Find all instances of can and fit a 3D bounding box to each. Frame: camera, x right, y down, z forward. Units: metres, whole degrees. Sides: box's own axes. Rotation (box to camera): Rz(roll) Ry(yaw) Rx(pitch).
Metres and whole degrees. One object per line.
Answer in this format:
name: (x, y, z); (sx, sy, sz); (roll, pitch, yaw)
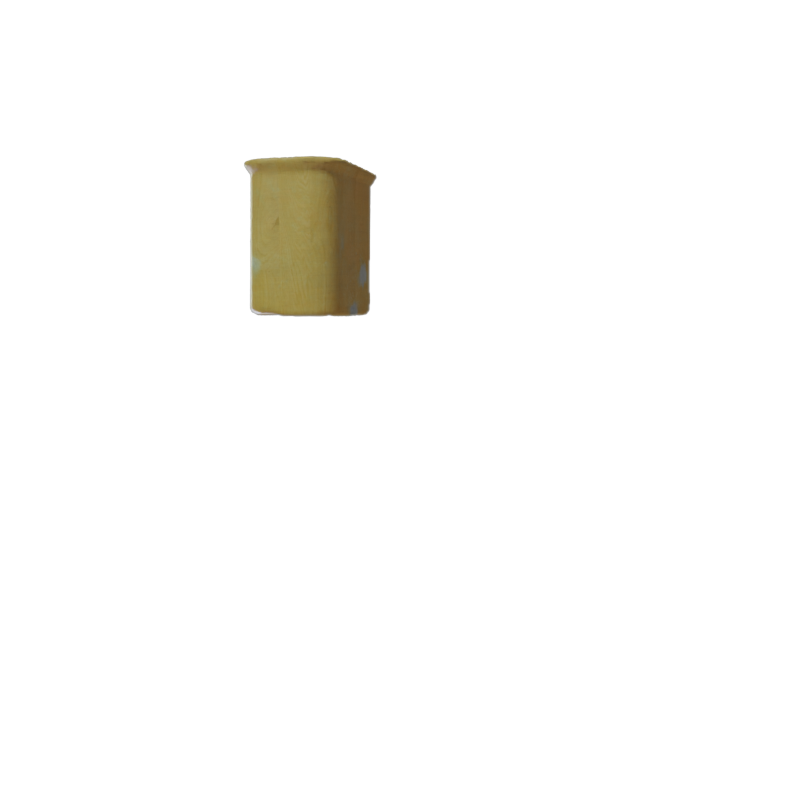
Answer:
can: (-0.049, -0.090, 0.627); (0.059, 0.084, 0.100); (0, 2, 13)
